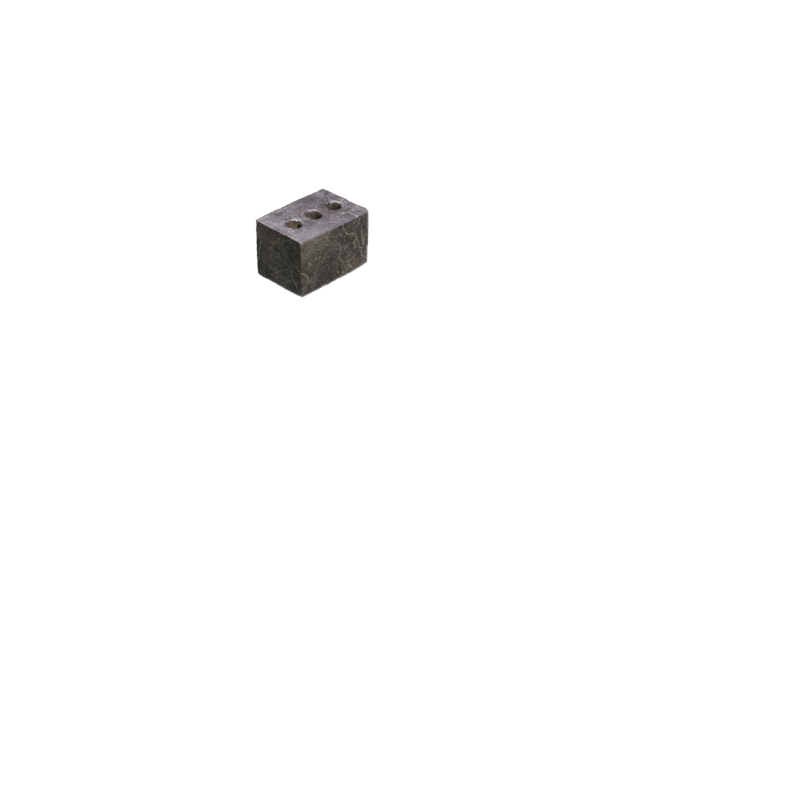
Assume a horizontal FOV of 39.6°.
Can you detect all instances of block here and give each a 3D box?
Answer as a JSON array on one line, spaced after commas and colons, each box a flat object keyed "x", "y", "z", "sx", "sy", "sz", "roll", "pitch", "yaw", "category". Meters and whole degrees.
[{"x": -0.069, "y": -0.126, "z": 0.882, "sx": 0.056, "sy": 0.048, "sz": 0.078, "roll": 28, "pitch": 43, "yaw": 33, "category": "block"}]
